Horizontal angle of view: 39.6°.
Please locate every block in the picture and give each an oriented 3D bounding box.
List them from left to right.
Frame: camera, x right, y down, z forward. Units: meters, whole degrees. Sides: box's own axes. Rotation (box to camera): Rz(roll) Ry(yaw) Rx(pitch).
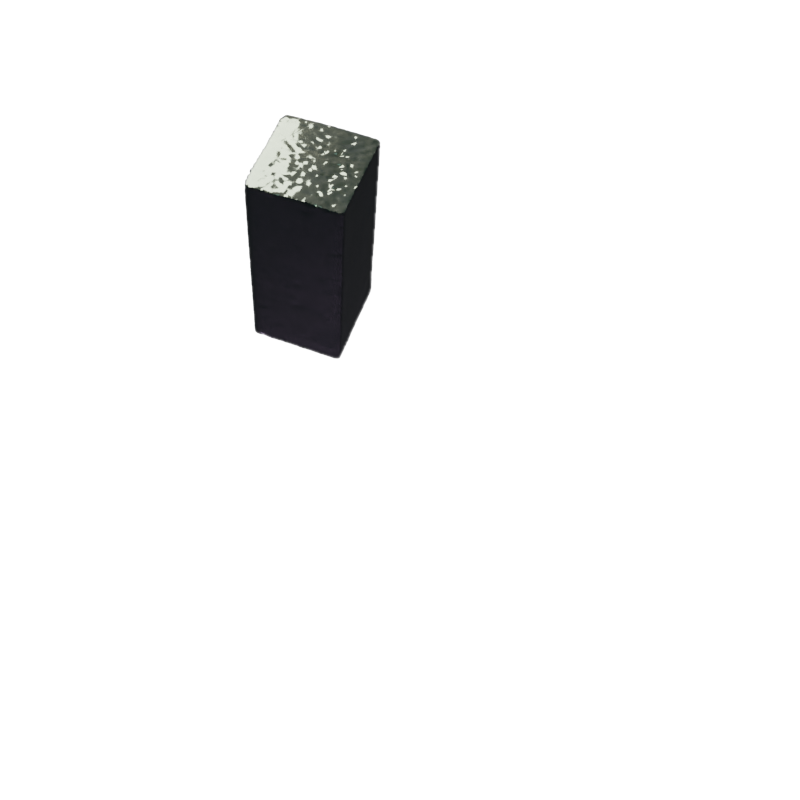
[{"bbox_3d":[-0.078,-0.141,0.986,0.092,0.095,0.193,18,-34,9],"label":"block"}]
